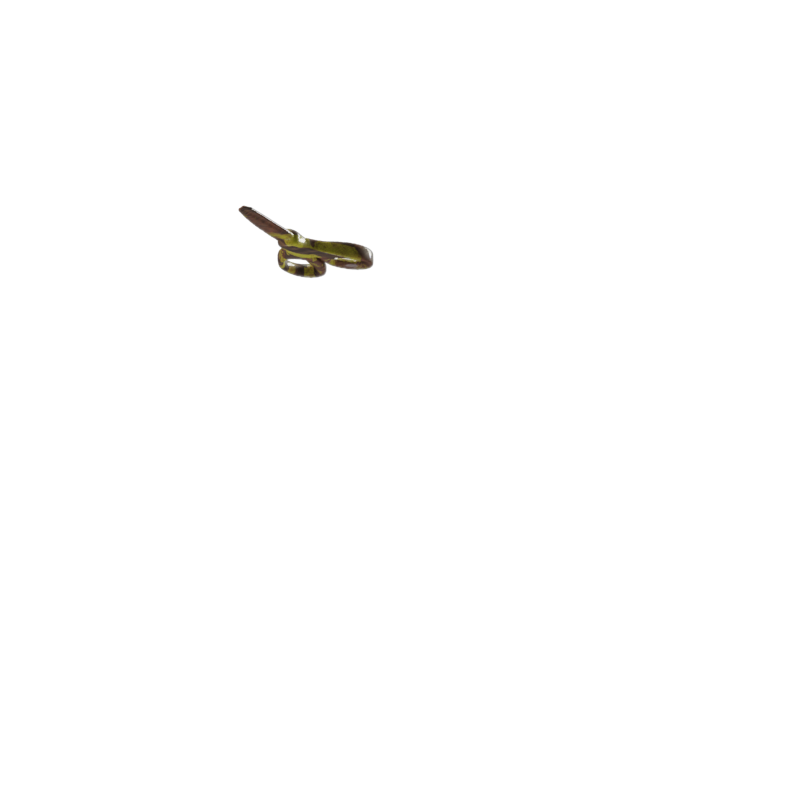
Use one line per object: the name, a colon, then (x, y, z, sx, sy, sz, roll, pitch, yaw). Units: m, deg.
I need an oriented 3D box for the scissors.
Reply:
scissors: (-0.074, -0.135, 0.947, 0.097, 0.016, 0.195, 0, -8, 2)
